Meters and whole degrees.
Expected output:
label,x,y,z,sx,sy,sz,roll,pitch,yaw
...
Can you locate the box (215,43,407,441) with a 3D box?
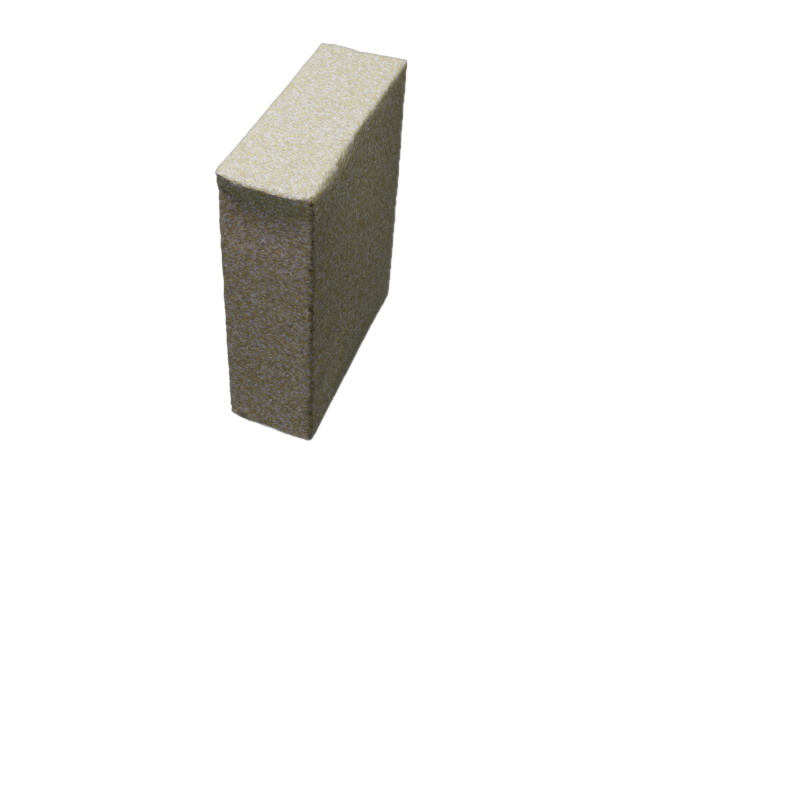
label,x,y,z,sx,sy,sz,roll,pitch,yaw
box,-0.059,-0.107,0.750,0.074,0.199,0.171,15,46,12
